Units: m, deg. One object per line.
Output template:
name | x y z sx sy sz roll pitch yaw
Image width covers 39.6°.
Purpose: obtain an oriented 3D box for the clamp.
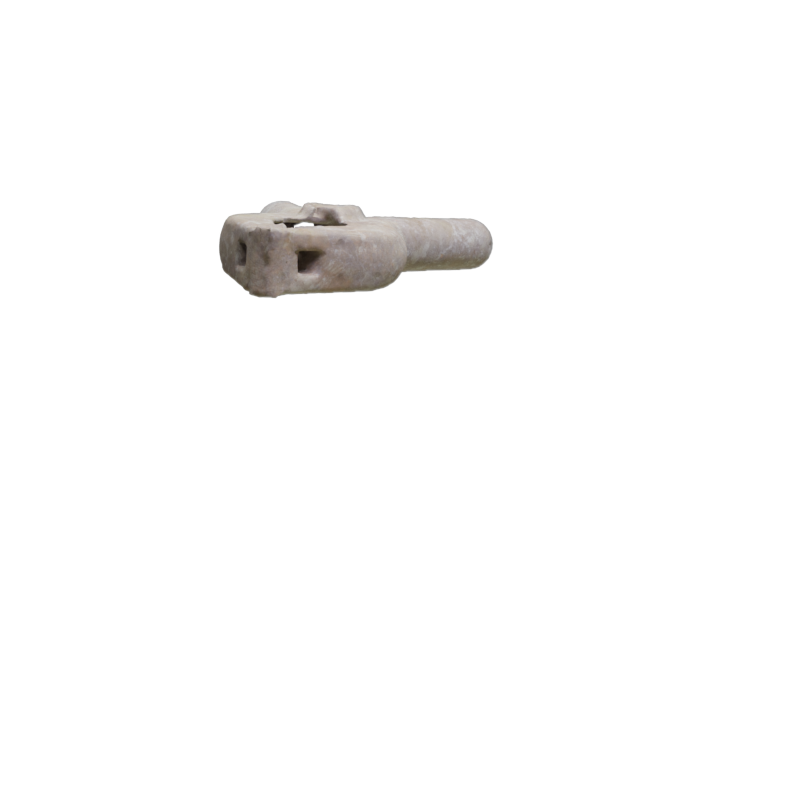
clamp | -0.039 -0.071 0.501 0.124 0.039 0.168 4 10 24
